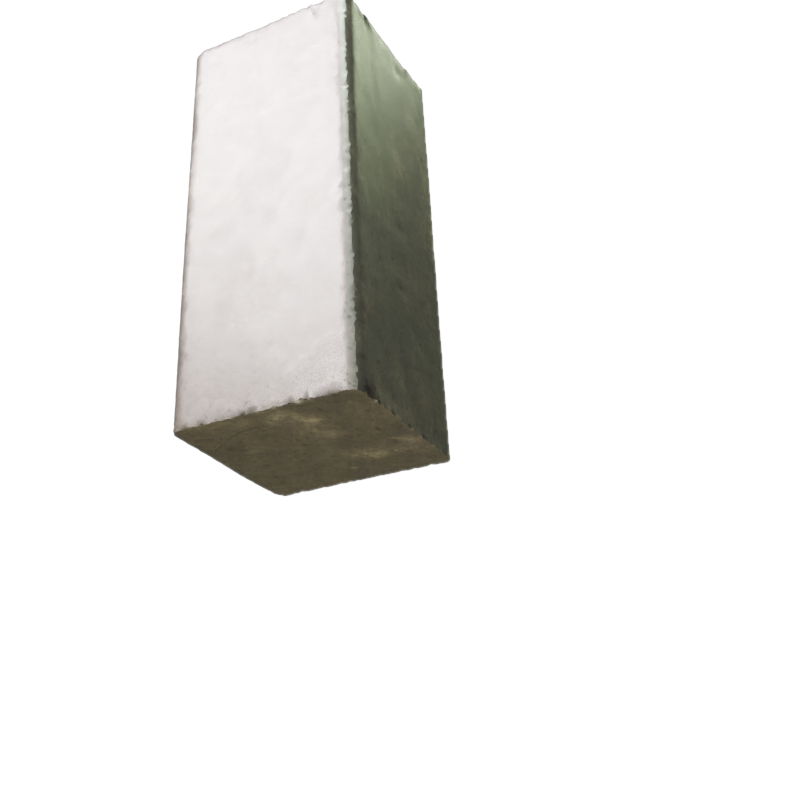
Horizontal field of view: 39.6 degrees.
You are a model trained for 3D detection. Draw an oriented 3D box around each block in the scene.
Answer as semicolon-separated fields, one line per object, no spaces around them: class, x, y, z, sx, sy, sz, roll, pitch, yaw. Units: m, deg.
block;-0.041;-0.075;0.521;0.092;0.220;0.083;-16;-33;23
